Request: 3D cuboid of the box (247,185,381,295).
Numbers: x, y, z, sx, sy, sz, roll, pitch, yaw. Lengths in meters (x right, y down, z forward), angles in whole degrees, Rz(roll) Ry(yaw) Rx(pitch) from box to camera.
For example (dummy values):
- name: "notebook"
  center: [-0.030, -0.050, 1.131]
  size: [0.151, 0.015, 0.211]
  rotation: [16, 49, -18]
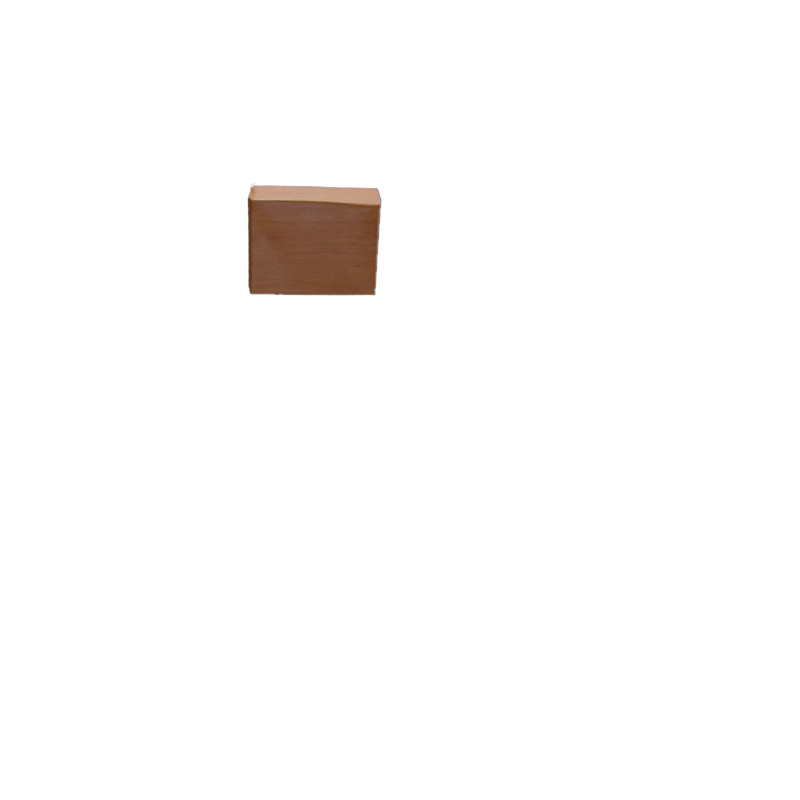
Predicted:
- name: "box"
  center: [-0.075, -0.137, 0.956]
  size: [0.113, 0.085, 0.041]
  rotation: [2, 25, -2]
